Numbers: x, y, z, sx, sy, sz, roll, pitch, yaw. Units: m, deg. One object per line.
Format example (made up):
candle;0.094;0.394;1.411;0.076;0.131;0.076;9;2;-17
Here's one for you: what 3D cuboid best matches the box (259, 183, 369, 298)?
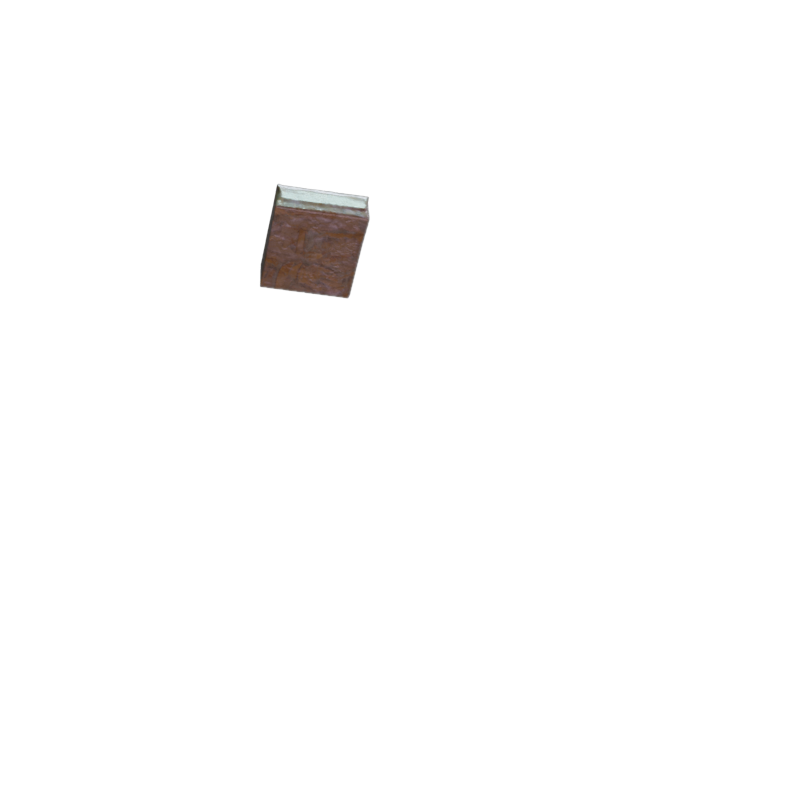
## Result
box;-0.068;-0.124;0.866;0.072;0.084;0.032;8;44;-8
